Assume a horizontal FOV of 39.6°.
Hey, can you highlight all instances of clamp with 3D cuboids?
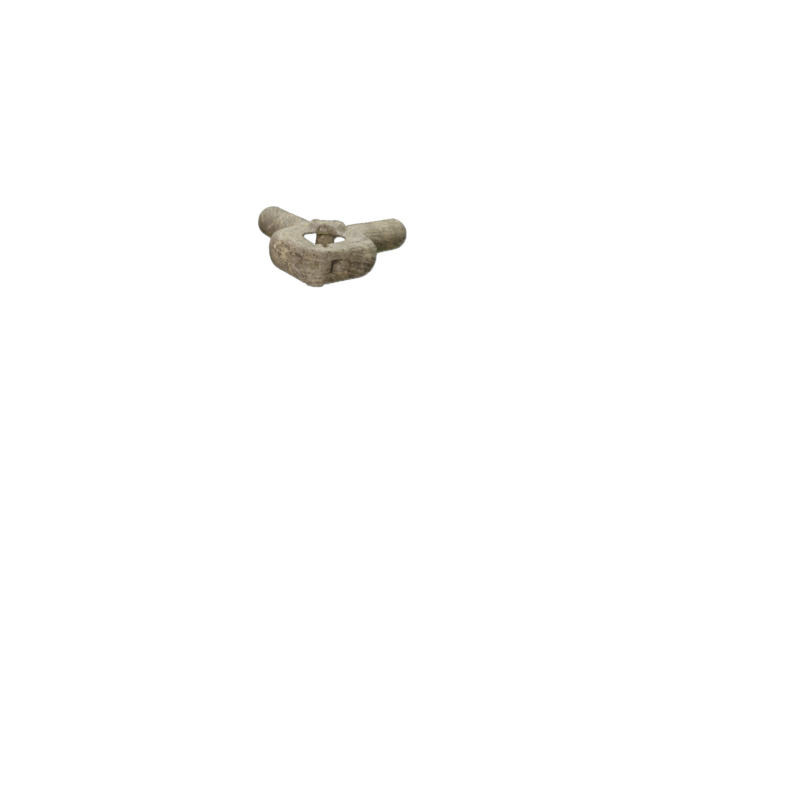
[{"bbox_3d":[-0.066,-0.120,0.841,0.122,0.038,0.173,3,16,10],"label":"clamp"}]
